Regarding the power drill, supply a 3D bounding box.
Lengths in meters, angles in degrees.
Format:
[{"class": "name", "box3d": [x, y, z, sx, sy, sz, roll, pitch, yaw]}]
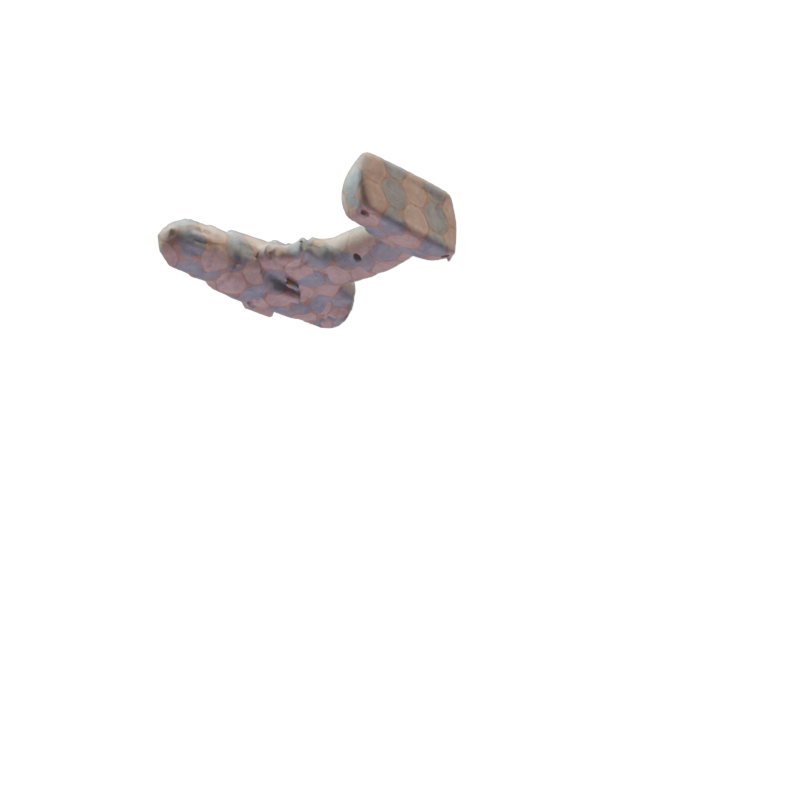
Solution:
[{"class": "power drill", "box3d": [-0.066, -0.121, 0.847, 0.174, 0.060, 0.189, 18, -28, -40]}]
